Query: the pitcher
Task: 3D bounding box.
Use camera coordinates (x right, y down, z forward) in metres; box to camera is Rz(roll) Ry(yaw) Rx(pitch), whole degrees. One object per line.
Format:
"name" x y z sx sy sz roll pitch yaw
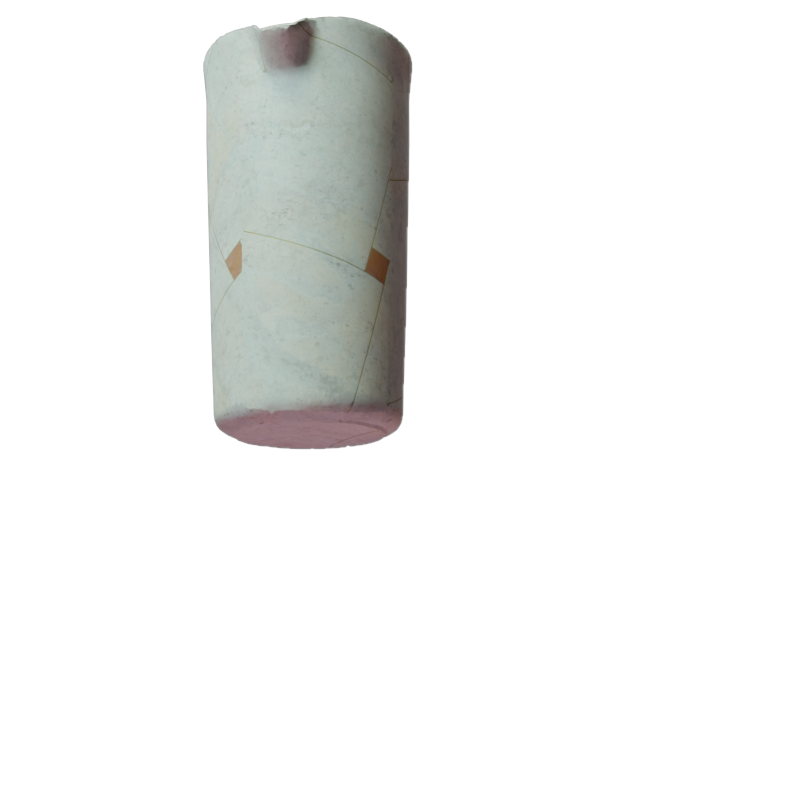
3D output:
"pitcher" -0.053 -0.097 0.679 0.142 0.254 0.146 11 -21 -33
